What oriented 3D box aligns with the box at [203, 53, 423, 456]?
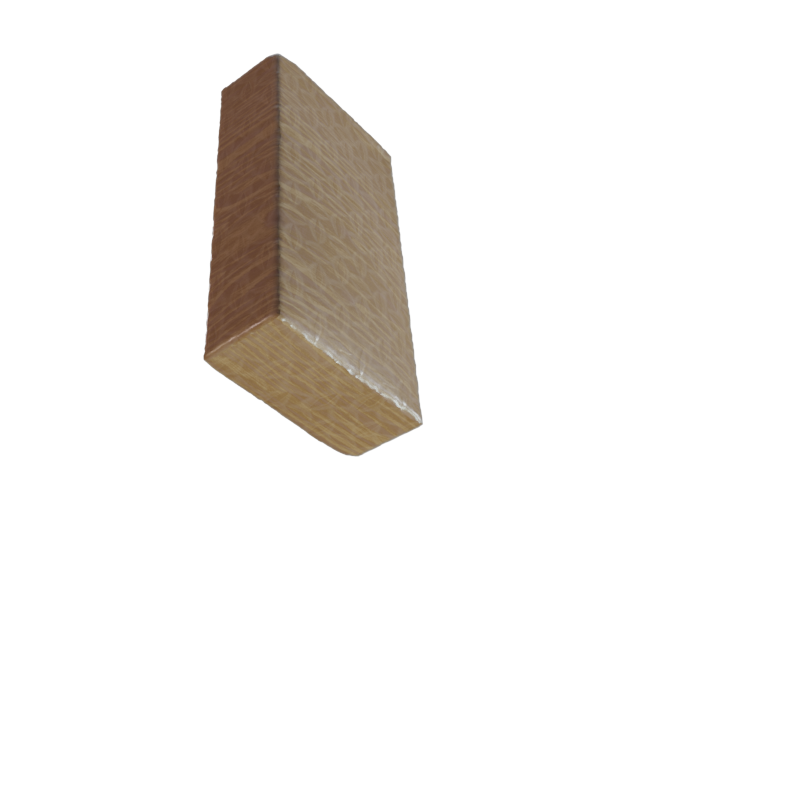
[{"bbox_3d":[-0.039,-0.071,0.499,0.048,0.189,0.087,-30,-47,27],"label":"box"}]
